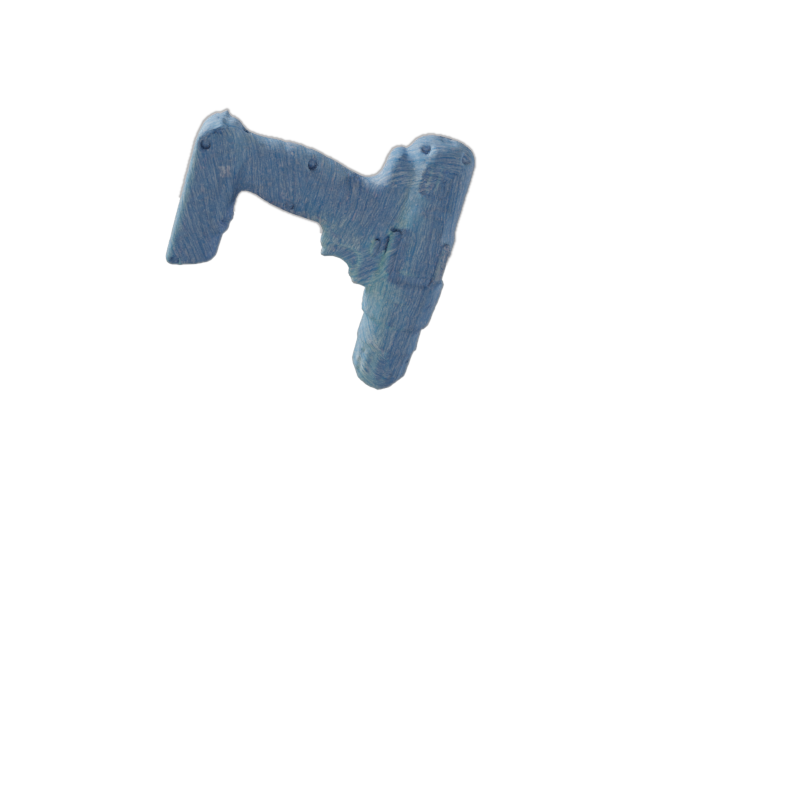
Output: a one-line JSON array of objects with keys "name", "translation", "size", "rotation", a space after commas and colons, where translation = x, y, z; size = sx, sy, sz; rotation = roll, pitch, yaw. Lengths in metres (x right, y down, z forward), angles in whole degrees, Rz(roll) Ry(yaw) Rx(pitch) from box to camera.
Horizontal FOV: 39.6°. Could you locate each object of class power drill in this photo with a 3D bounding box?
[{"name": "power drill", "translation": [-0.059, -0.107, 0.750], "size": [0.186, 0.178, 0.060], "rotation": [15, 19, -5]}]
